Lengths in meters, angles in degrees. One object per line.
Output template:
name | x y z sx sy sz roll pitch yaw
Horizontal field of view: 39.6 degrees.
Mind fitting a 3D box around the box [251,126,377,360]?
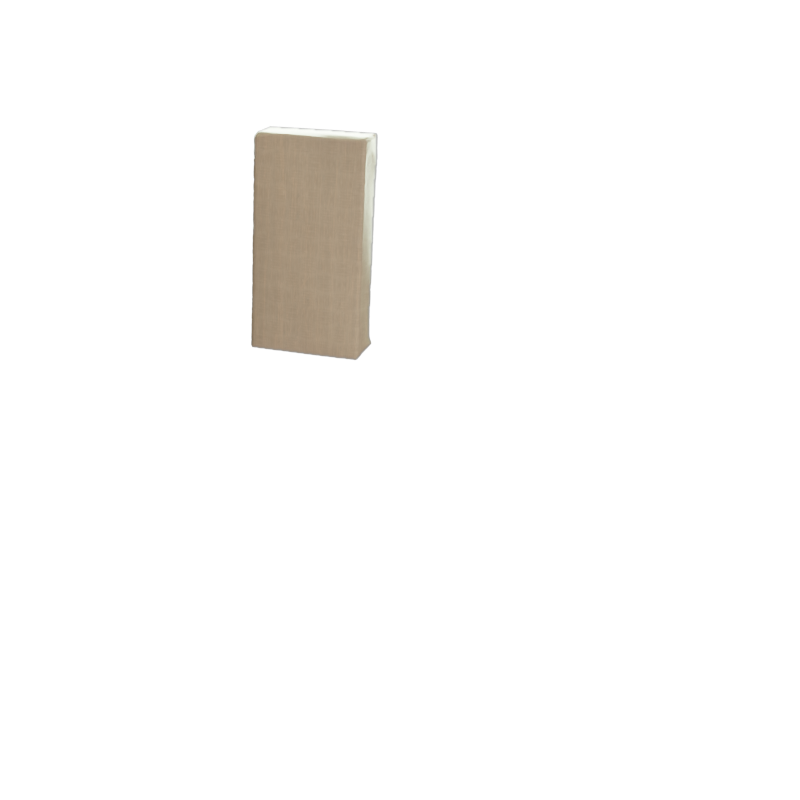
box | -0.069 -0.126 0.880 0.096 0.170 0.049 6 17 16
